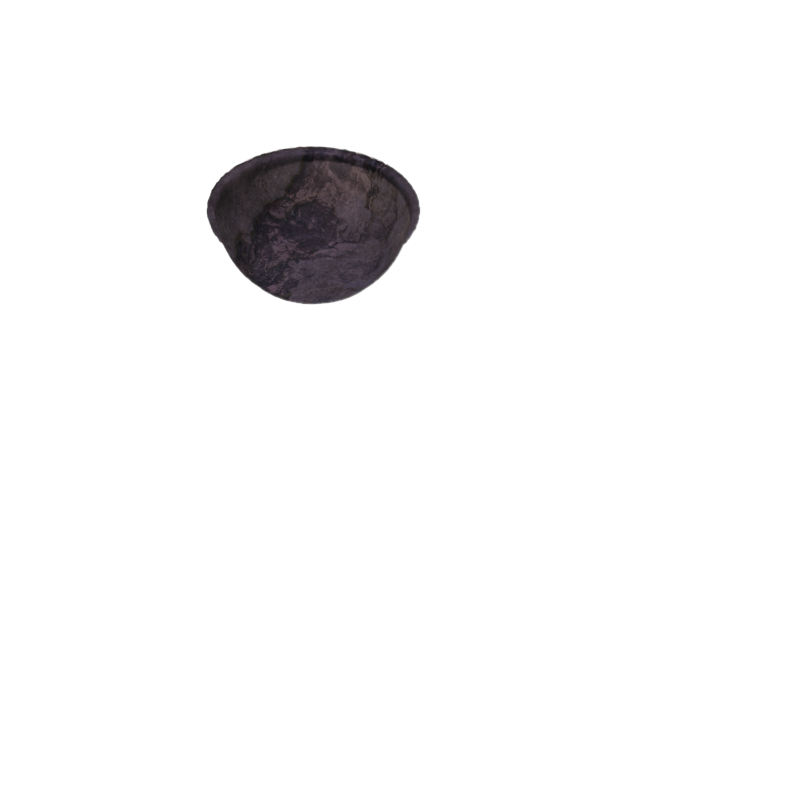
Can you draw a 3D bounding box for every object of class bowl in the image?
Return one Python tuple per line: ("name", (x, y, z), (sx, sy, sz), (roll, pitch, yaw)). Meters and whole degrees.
("bowl", (-0.065, -0.118, 0.825), (0.162, 0.059, 0.152), (1, -30, -2))
